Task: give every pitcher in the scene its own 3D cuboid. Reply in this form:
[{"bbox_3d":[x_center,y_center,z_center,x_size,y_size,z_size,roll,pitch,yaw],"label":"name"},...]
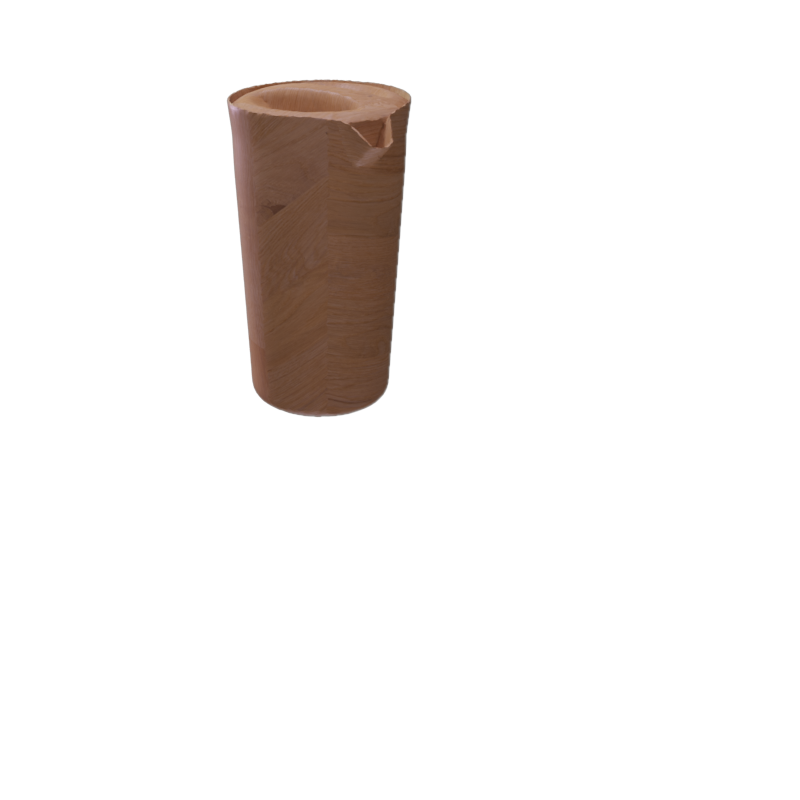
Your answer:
[{"bbox_3d":[-0.066,-0.121,0.846,0.147,0.232,0.154,5,22,10],"label":"pitcher"}]
